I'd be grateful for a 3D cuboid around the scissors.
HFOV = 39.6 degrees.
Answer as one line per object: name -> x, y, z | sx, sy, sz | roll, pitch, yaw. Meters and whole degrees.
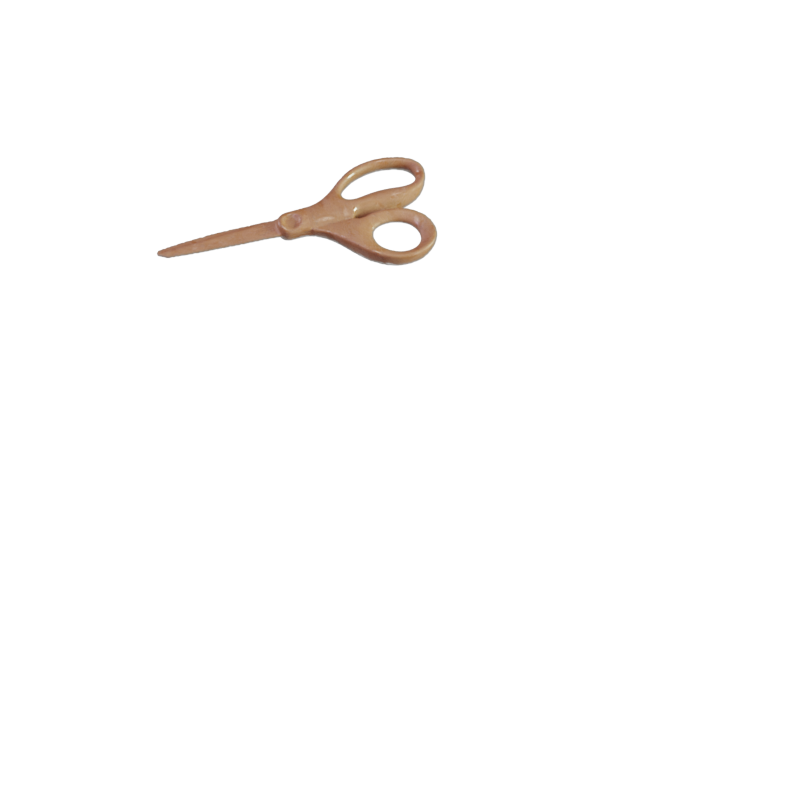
scissors -> -0.062, -0.112, 0.787 | 0.201, 0.103, 0.015 | -28, -26, -15
